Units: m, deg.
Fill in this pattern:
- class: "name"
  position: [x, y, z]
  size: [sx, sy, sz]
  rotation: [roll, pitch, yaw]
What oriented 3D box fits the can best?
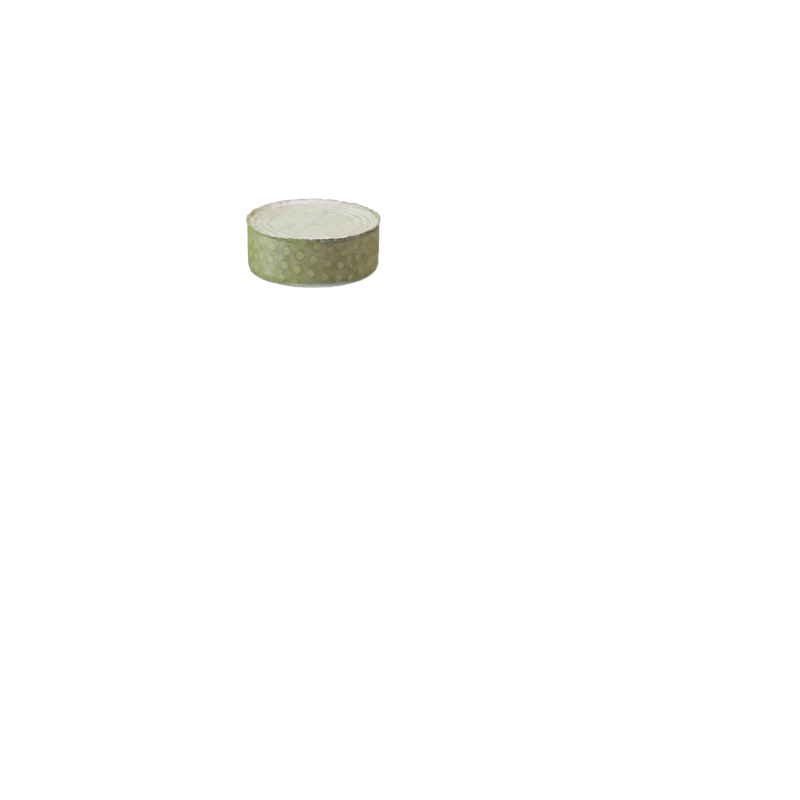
- class: "can"
  position: [-0.056, -0.101, 0.710]
  size: [0.086, 0.032, 0.090]
  rotation: [-1, 25, -2]
